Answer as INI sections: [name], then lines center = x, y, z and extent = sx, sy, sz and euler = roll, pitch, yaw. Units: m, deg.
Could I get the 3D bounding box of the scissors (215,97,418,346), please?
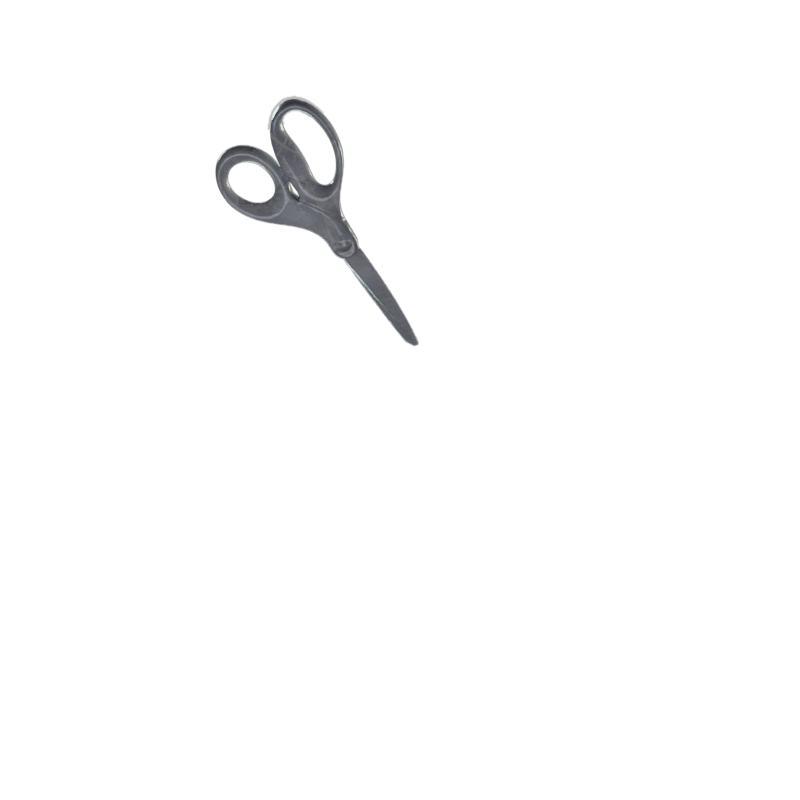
[scissors]
center = -0.060, -0.109, 0.762
extent = 0.096, 0.190, 0.017
euler = -15, 25, 7
